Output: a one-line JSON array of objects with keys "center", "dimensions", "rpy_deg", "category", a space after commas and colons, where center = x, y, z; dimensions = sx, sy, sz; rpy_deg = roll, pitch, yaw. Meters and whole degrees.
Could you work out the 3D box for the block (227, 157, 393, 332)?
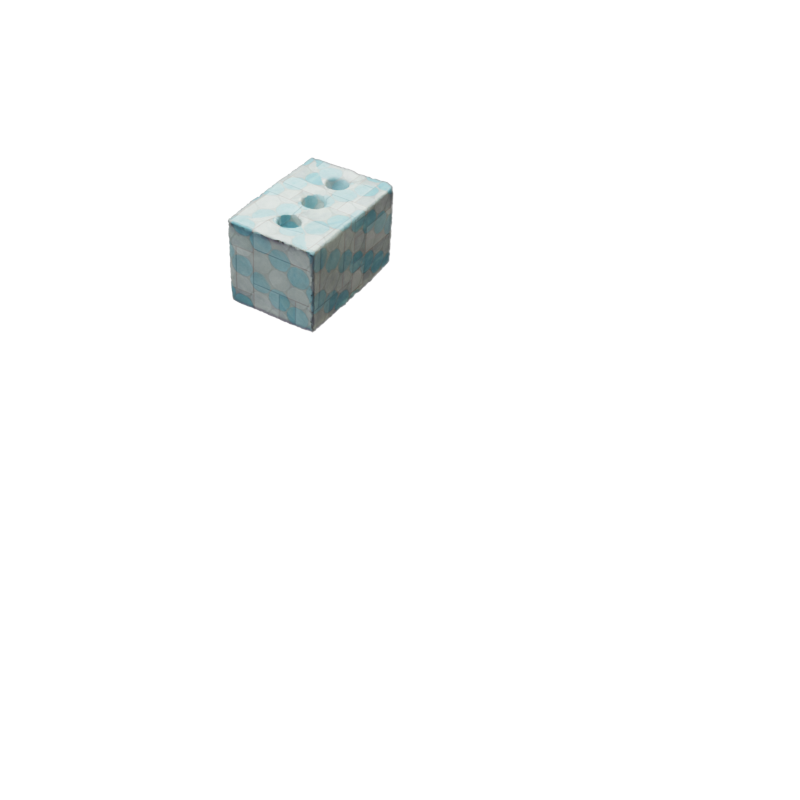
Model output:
[{"center": [-0.045, -0.082, 0.575], "dimensions": [0.055, 0.048, 0.080], "rpy_deg": [21, 43, 23], "category": "block"}]
